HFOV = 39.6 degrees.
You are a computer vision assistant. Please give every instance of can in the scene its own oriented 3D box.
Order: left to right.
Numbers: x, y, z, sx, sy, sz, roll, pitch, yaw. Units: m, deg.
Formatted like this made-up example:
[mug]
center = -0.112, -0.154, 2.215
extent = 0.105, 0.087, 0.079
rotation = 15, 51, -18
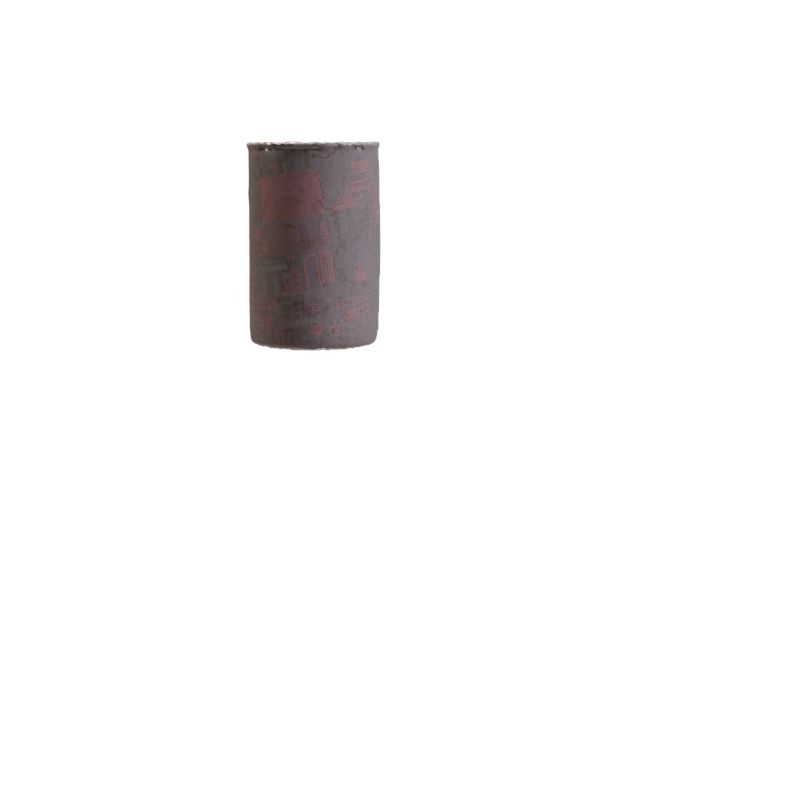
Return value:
[can]
center = -0.045, -0.081, 0.569
extent = 0.068, 0.101, 0.070
rotation = 0, 7, -2
